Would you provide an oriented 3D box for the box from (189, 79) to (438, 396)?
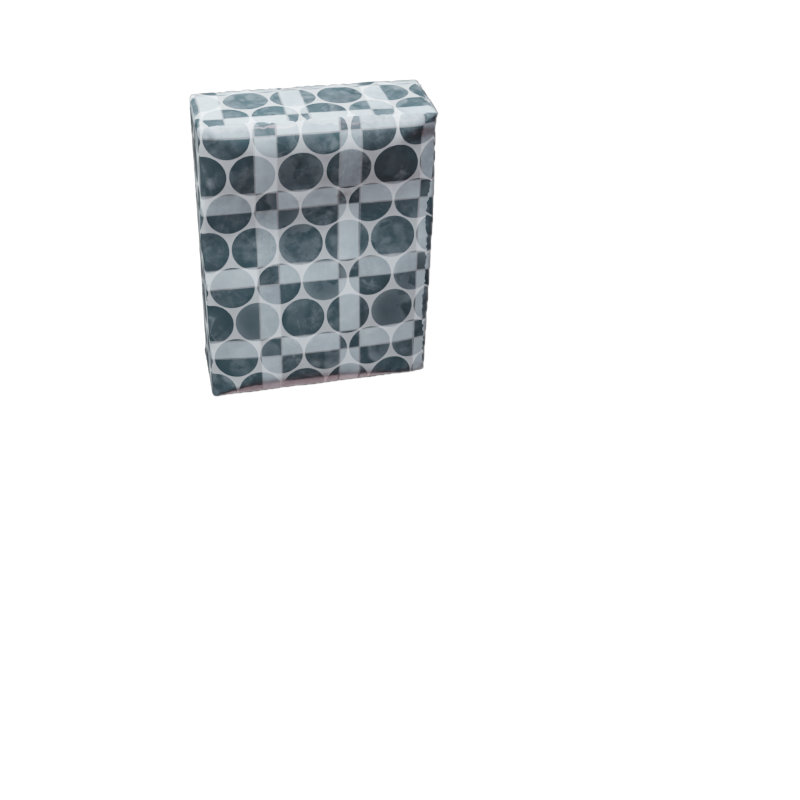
[{"bbox_3d":[-0.062,-0.114,0.795,0.162,0.201,0.077,-5,32,-11],"label":"box"}]
